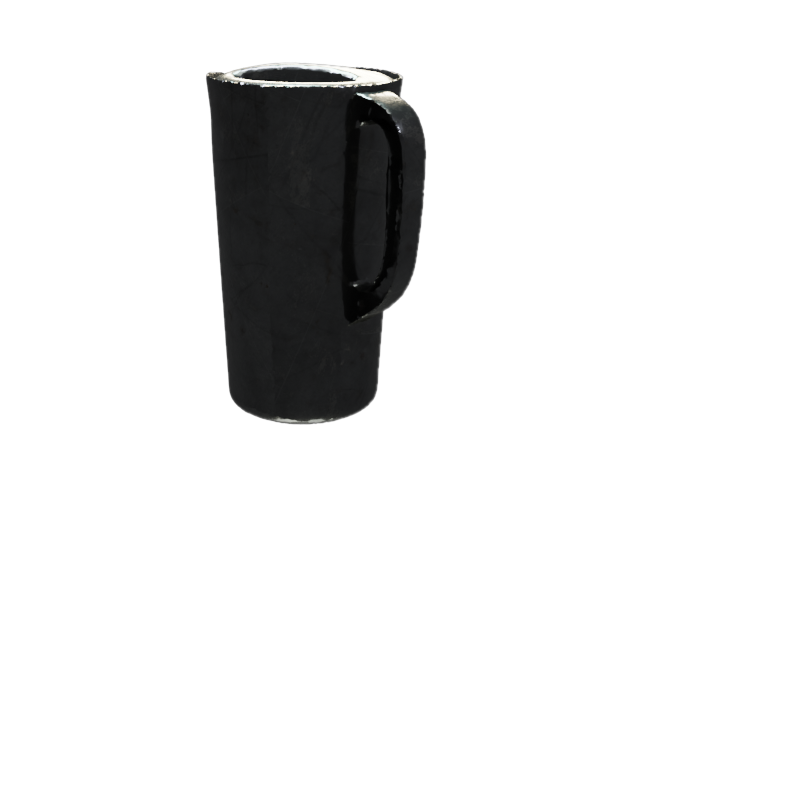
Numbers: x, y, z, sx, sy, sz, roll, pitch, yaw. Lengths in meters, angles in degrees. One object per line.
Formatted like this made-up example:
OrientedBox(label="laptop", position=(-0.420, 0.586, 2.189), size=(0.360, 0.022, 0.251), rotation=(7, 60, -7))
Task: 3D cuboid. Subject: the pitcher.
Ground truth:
OrientedBox(label="pitcher", position=(-0.060, -0.110, 0.768), size=(0.145, 0.234, 0.155), rotation=(1, 17, 0))
